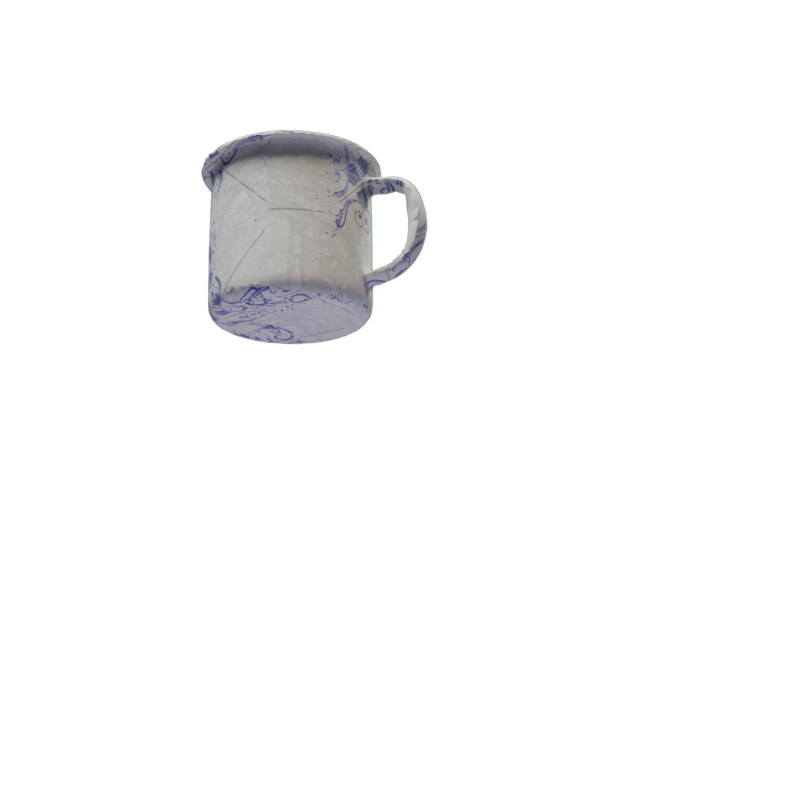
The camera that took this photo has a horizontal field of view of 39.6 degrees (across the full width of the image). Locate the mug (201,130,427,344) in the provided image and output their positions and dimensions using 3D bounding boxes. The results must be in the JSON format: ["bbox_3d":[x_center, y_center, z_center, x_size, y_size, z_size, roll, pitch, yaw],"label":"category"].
[{"bbox_3d":[-0.043,-0.079,0.554,0.119,0.086,0.087,-6,-20,16],"label":"mug"}]
